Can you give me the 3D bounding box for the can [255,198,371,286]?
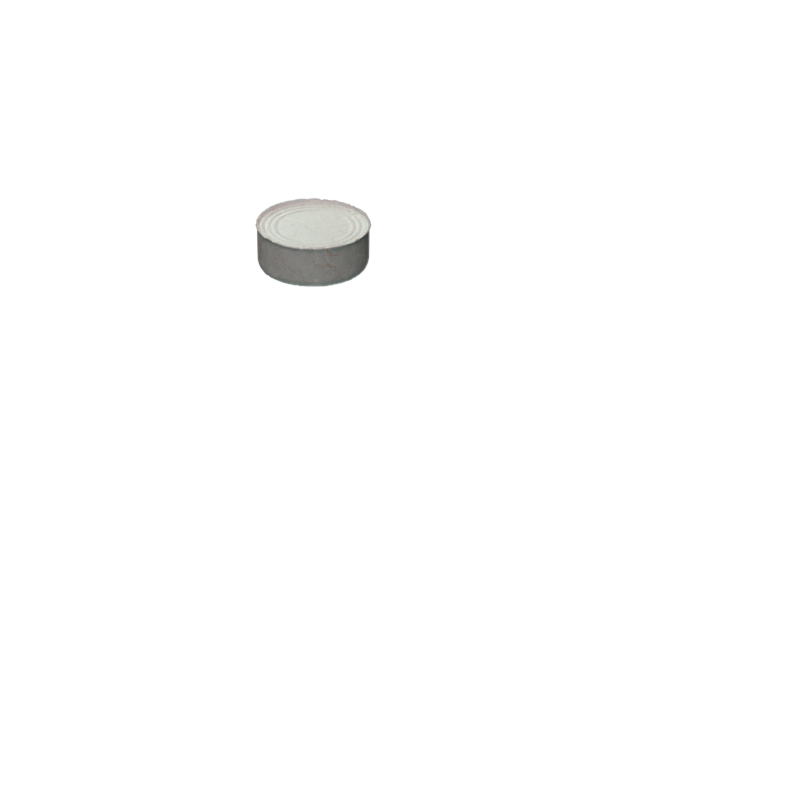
[{"bbox_3d":[-0.065,-0.119,0.831,0.086,0.032,0.091,-1,32,-2],"label":"can"}]
